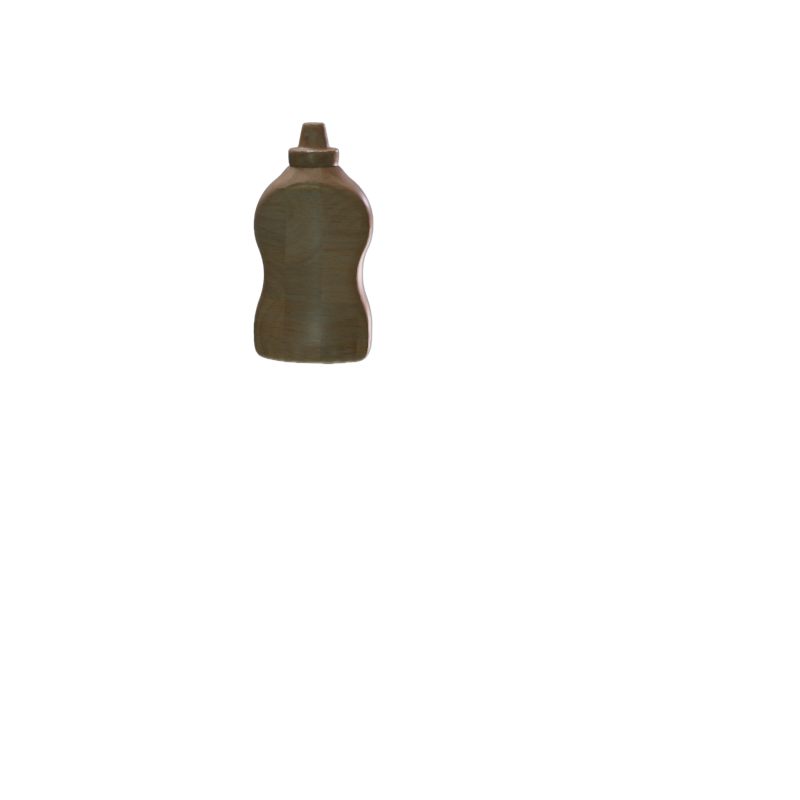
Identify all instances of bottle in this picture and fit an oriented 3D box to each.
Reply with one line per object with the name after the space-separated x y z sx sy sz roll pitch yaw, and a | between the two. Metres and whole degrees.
-0.070 -0.128 0.898 0.097 0.187 0.059 2 11 8 | bottle
